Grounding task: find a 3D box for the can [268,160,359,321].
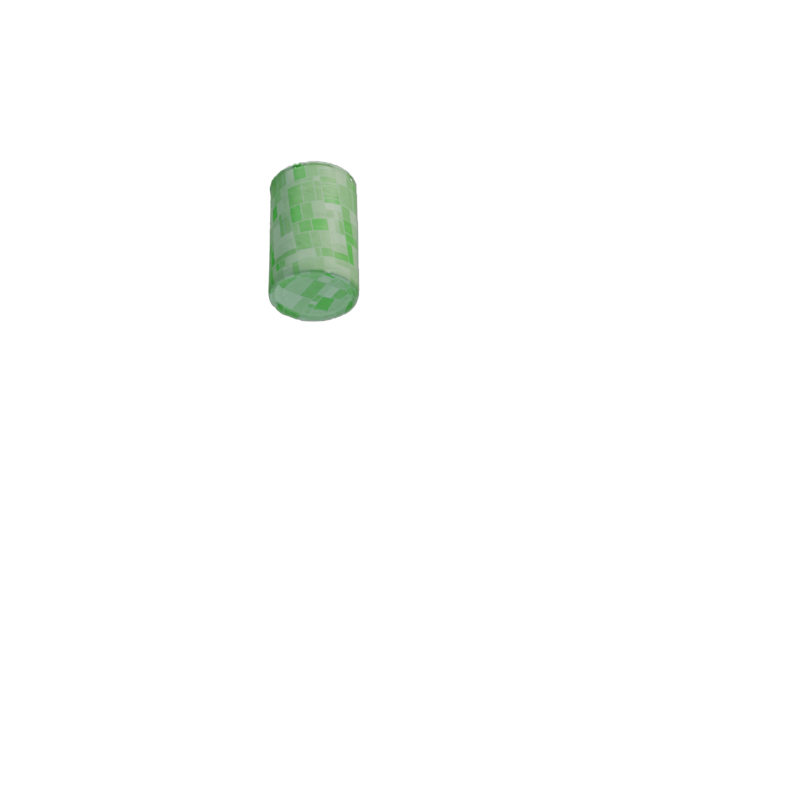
[{"bbox_3d":[-0.065,-0.119,0.830,0.068,0.109,0.064,-1,-33,-2],"label":"can"}]
